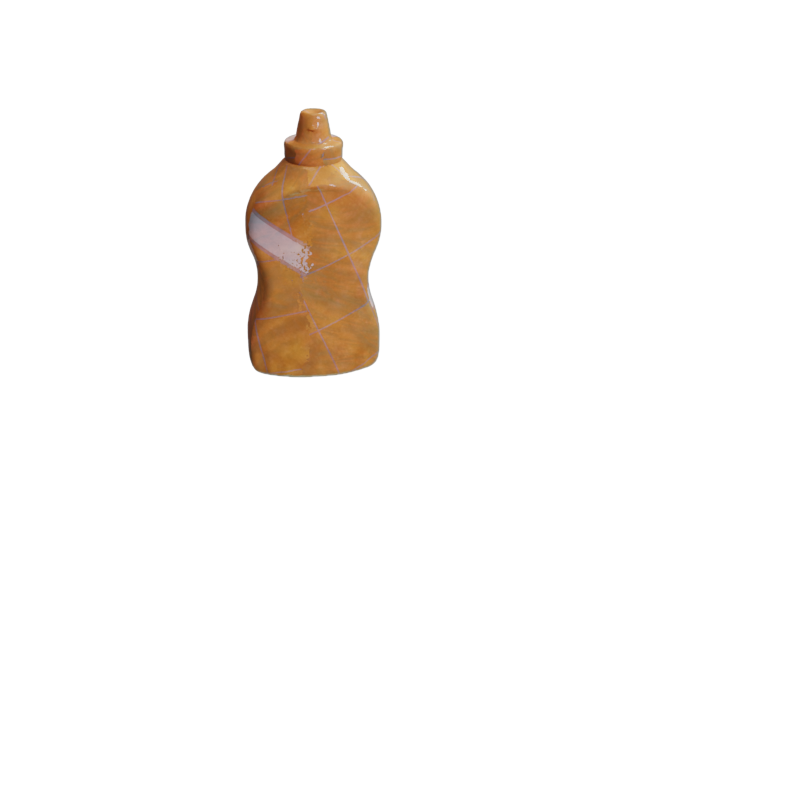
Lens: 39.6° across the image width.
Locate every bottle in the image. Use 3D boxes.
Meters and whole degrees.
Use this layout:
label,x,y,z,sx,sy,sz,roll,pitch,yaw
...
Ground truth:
label,x,y,z,sx,sy,sz,roll,pitch,yaw
bottle,-0.062,-0.113,0.789,0.095,0.182,0.062,-2,23,-7
